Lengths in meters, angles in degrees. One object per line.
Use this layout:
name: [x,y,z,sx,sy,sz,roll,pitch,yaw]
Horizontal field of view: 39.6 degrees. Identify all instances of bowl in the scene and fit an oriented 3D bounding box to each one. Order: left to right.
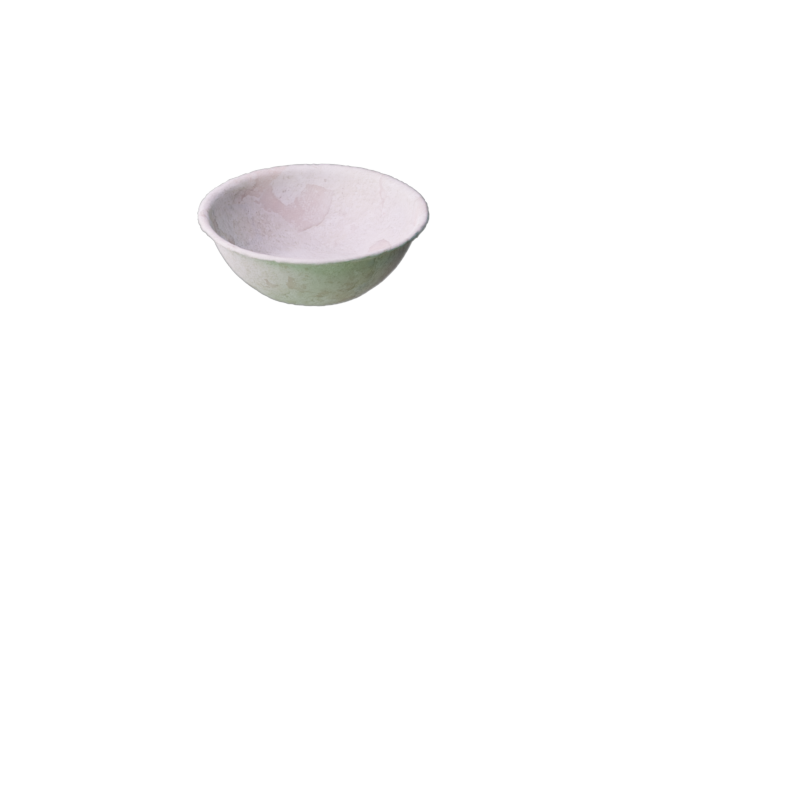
bowl: [-0.061,-0.112,0.785,0.162,0.052,0.172,-1,32,-2]
